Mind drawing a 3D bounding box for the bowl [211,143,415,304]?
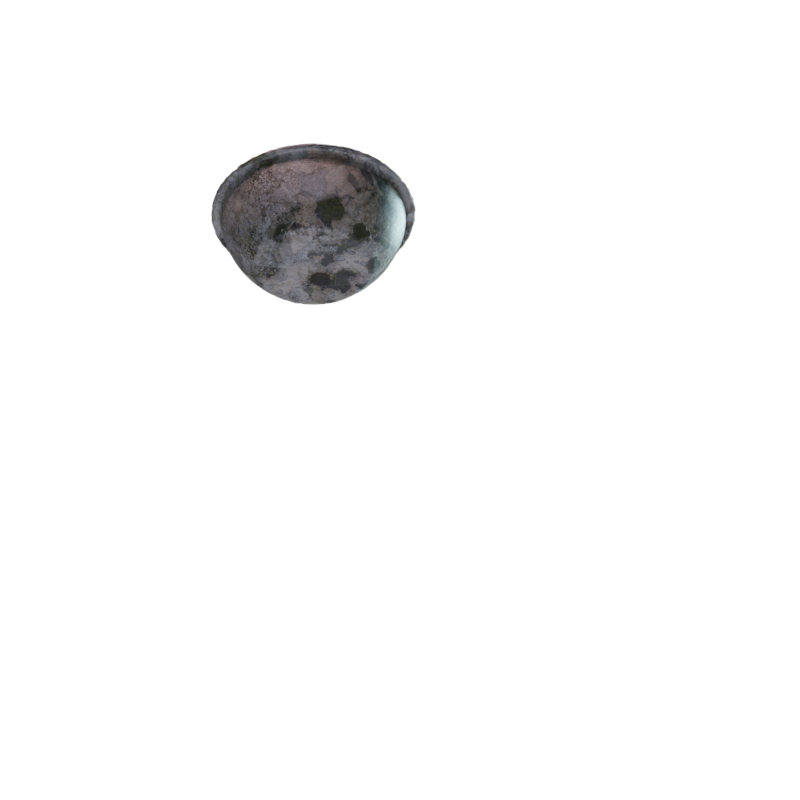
[{"bbox_3d":[-0.068,-0.123,0.863,0.162,0.059,0.151,1,-36,-2],"label":"bowl"}]
